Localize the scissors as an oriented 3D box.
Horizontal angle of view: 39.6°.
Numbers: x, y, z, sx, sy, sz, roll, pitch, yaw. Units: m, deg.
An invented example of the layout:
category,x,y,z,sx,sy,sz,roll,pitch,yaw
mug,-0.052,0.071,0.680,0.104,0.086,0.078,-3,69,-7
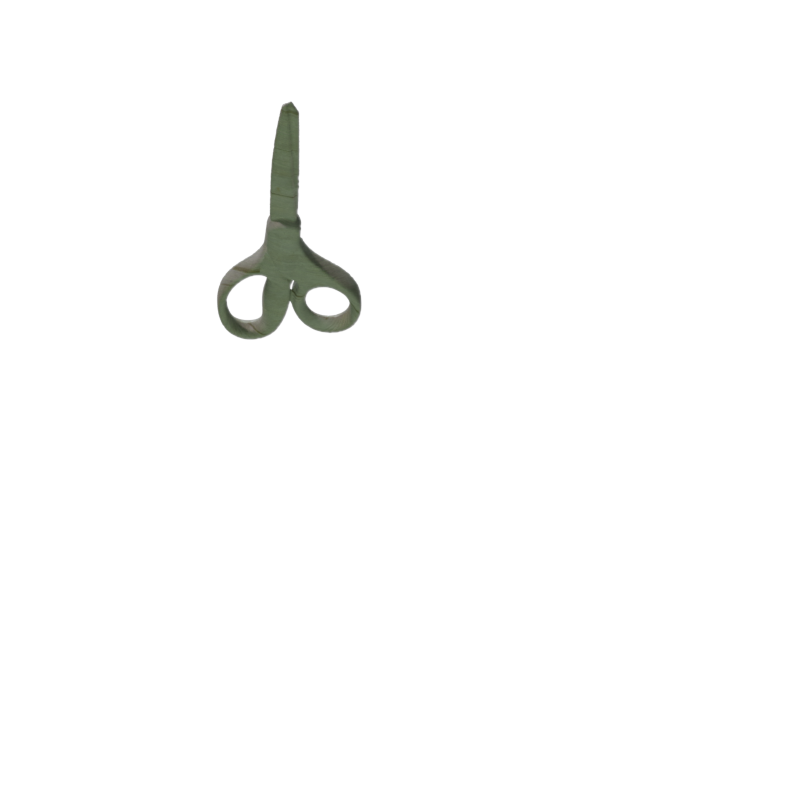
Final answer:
category,x,y,z,sx,sy,sz,roll,pitch,yaw
scissors,-0.049,-0.089,0.624,0.093,0.017,0.194,12,-34,-18
